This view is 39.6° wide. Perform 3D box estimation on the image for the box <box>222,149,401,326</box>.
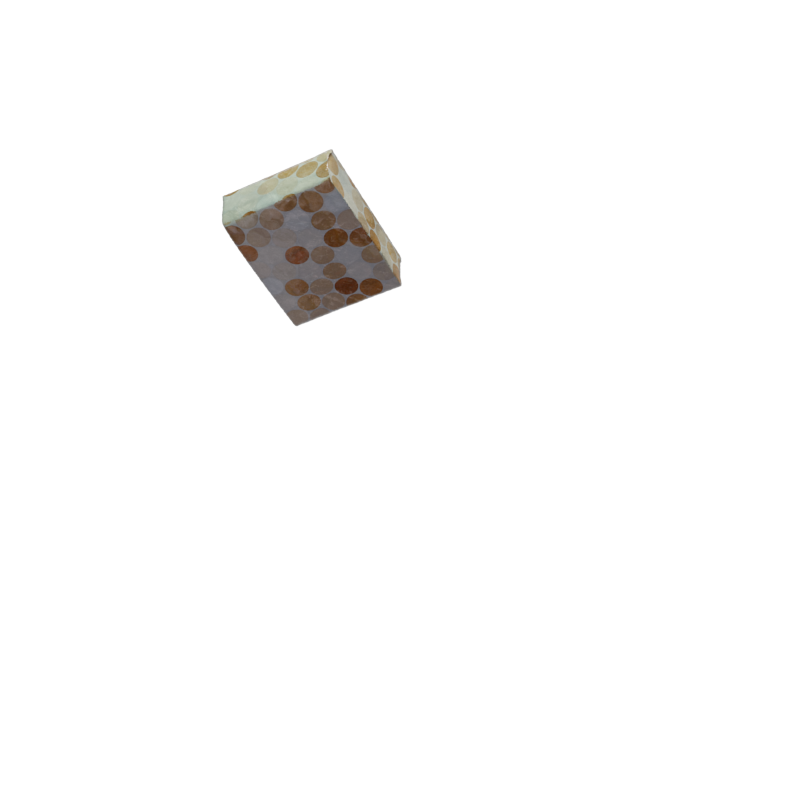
[{"bbox_3d":[-0.062,-0.113,0.792,0.090,0.042,0.105,-21,-50,18],"label":"box"}]
